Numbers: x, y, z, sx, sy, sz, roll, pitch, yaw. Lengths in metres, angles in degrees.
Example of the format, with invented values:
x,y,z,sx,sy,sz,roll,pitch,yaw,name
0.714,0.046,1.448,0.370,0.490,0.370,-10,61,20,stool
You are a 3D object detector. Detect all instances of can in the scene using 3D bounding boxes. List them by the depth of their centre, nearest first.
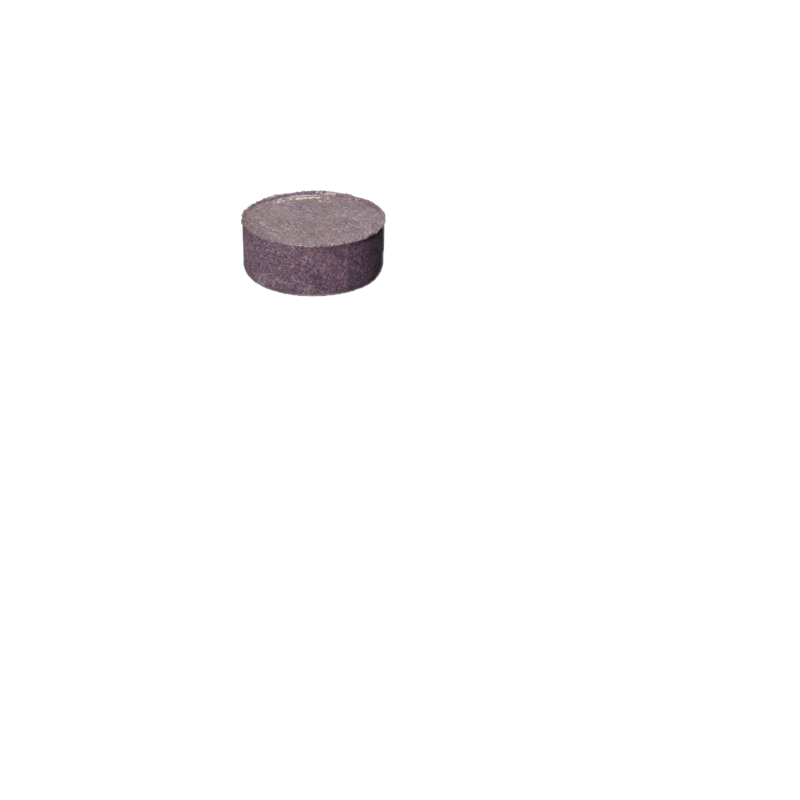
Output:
x,y,z,sx,sy,sz,roll,pitch,yaw,name
-0.052,-0.094,0.661,0.086,0.032,0.091,-1,30,-2,can
